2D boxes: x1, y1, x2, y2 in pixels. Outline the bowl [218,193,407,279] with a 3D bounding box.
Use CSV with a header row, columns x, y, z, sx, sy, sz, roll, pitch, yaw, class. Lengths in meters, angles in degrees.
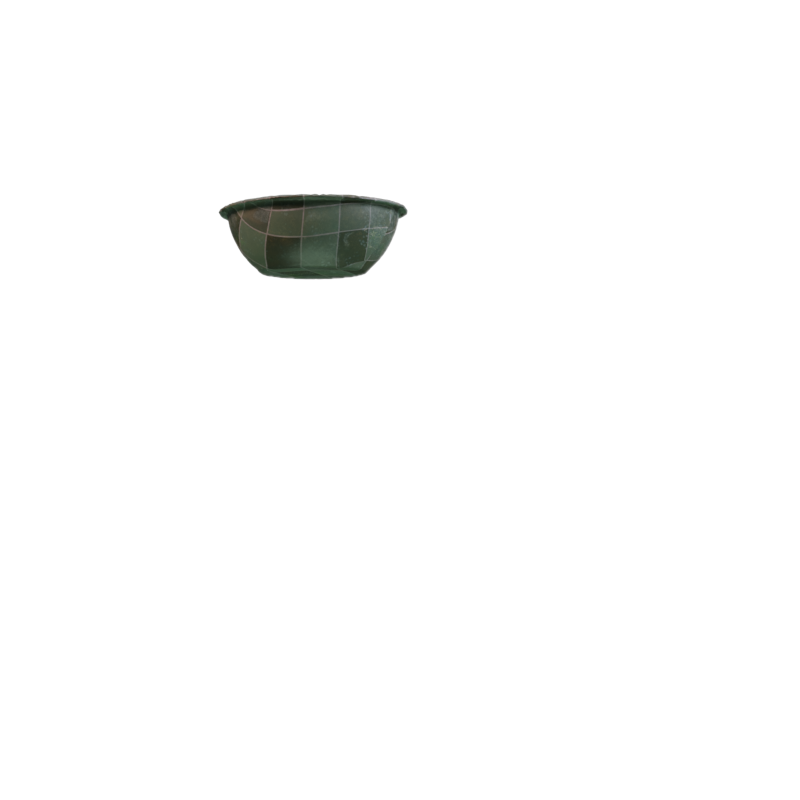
x,y,z,sx,sy,sz,roll,pitch,yaw,class
-0.074,-0.135,0.948,0.162,0.056,0.160,0,-1,-2,bowl
